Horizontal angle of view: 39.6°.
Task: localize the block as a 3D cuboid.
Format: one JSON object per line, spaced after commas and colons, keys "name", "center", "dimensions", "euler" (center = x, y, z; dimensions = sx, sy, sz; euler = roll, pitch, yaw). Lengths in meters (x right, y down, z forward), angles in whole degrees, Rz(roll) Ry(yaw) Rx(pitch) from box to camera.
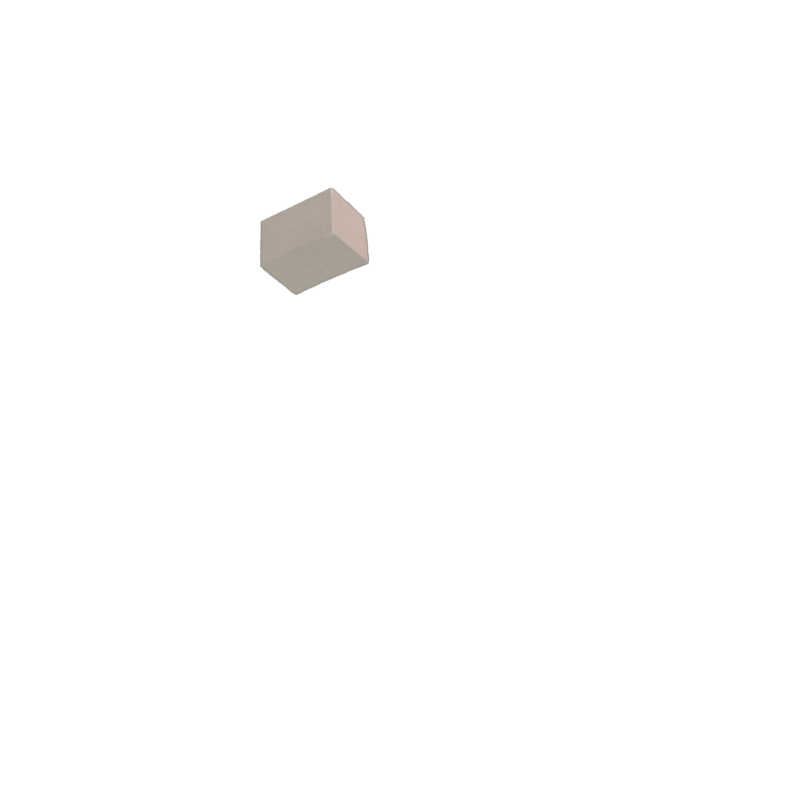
{"name": "block", "center": [-0.073, -0.133, 0.932], "dimensions": [0.078, 0.055, 0.049], "euler": [-21, -39, 27]}
